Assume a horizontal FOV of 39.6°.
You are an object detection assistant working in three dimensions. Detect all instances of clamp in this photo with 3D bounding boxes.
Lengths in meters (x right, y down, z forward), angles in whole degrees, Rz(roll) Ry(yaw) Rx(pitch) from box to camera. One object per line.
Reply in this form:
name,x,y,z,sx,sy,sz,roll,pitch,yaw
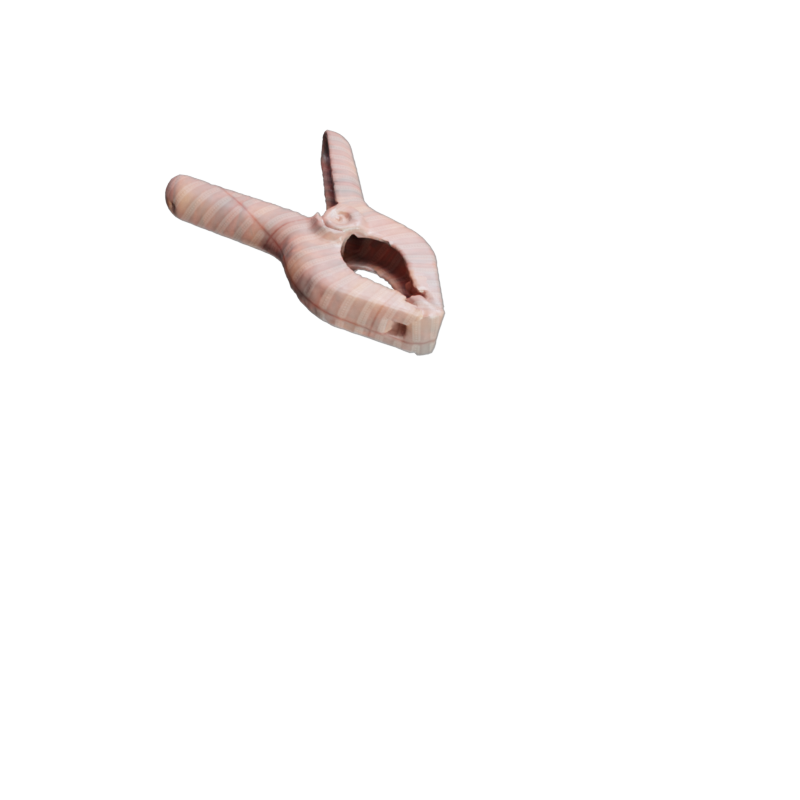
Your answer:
clamp,-0.046,-0.084,0.590,0.119,0.036,0.185,-20,47,-20
